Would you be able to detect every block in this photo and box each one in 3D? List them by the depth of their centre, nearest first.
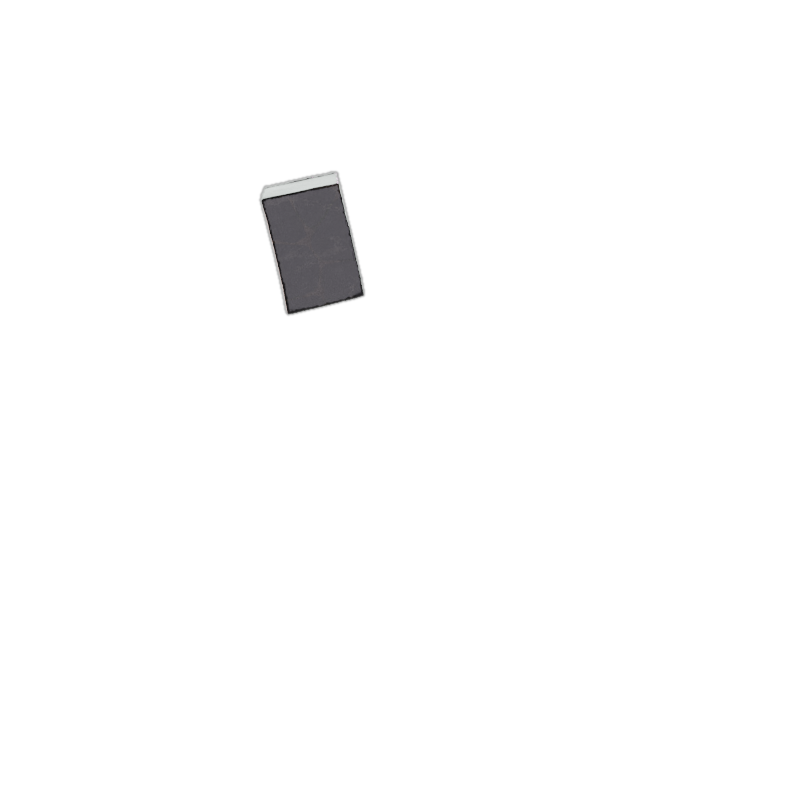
[{"bbox_3d":[-0.057,-0.103,0.723,0.053,0.076,0.053,-12,13,1],"label":"block"}]
